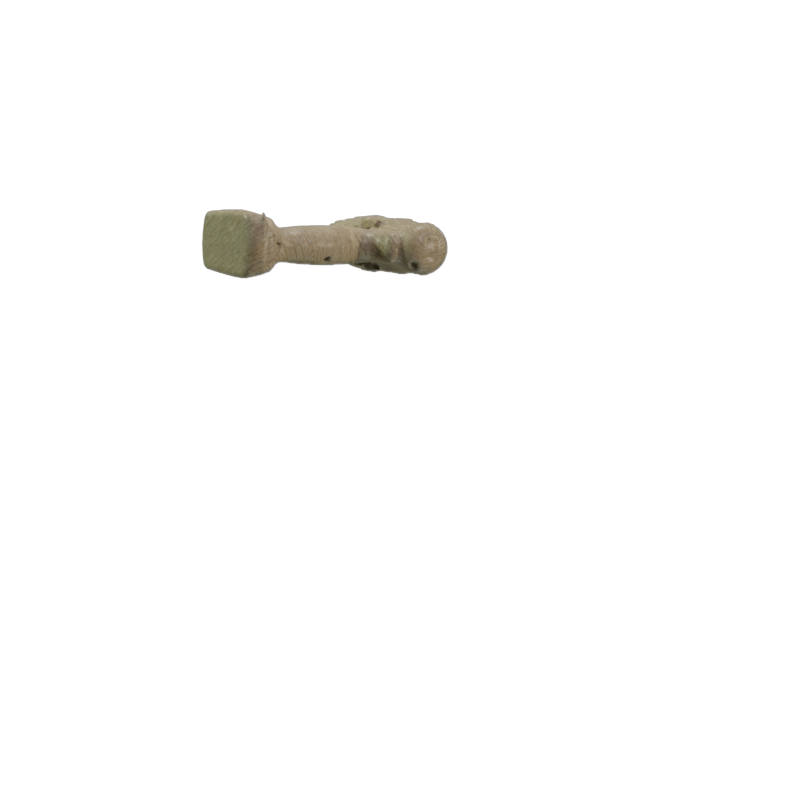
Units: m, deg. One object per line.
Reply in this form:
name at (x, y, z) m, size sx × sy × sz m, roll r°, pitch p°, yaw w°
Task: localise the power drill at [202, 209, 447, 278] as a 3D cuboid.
power drill at (-0.078, -0.142, 0.992) m, size 0.182 × 0.057 × 0.192 m, roll -5°, pitch 10°, yaw -28°
